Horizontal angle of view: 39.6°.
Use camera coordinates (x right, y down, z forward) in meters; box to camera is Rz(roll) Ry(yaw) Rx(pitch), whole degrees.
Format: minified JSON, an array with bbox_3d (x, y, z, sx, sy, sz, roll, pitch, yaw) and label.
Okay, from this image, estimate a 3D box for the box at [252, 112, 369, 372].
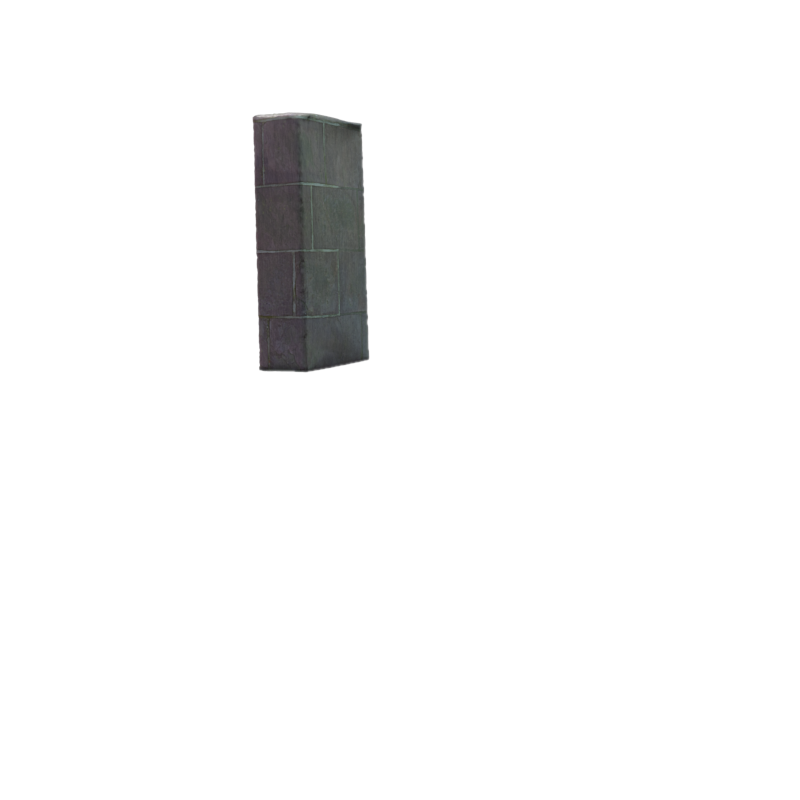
[{"bbox_3d":[-0.061,-0.112,0.787,0.050,0.176,0.091,1,3,28],"label":"box"}]
